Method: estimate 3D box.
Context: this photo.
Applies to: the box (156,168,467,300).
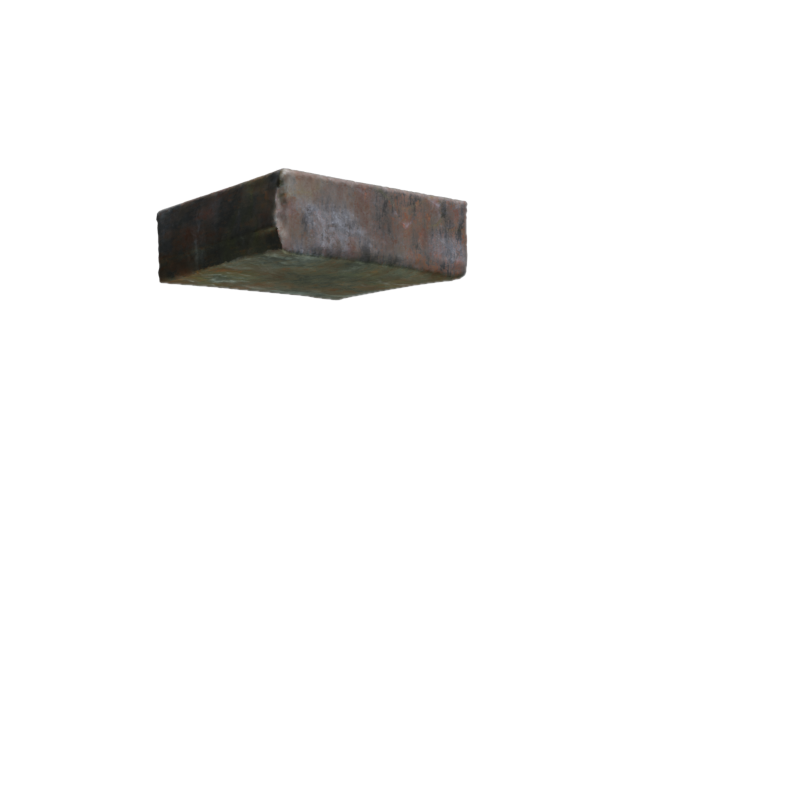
[{"bbox_3d":[-0.039,-0.071,0.496,0.108,0.040,0.092,4,-6,-43],"label":"box"}]
